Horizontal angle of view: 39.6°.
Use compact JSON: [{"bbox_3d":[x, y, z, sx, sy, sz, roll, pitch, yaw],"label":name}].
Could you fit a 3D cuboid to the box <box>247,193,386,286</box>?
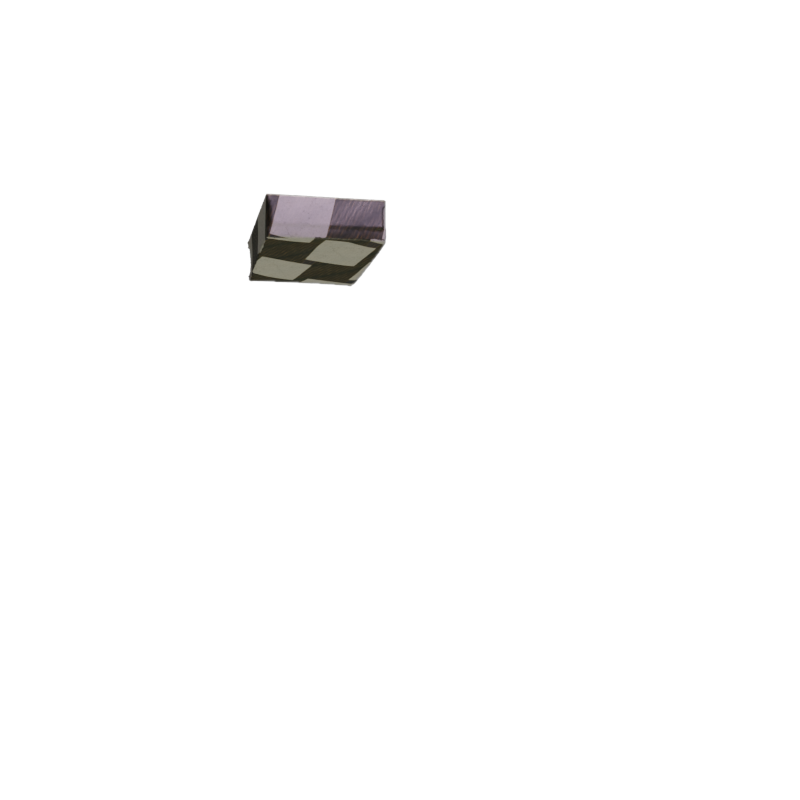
[{"bbox_3d":[-0.066,-0.121,0.849,0.088,0.041,0.111,3,-15,-13],"label":"box"}]
